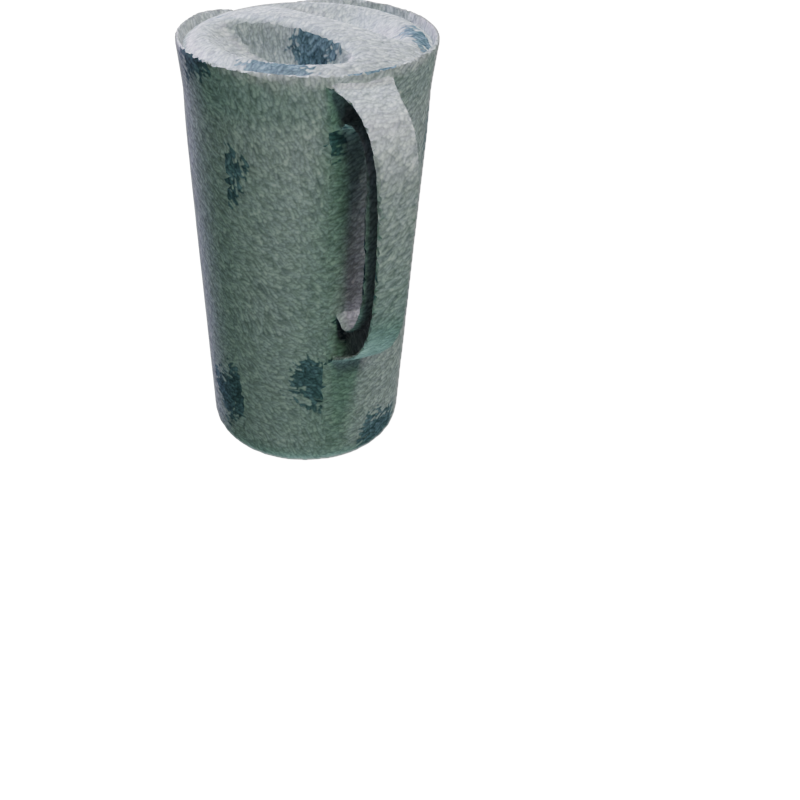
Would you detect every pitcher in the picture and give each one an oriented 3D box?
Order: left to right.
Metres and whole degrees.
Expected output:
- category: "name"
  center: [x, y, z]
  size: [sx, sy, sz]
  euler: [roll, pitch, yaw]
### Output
- category: "pitcher"
  center: [-0.047, -0.086, 0.602]
  size: [0.149, 0.229, 0.154]
  euler: [11, 32, 15]
